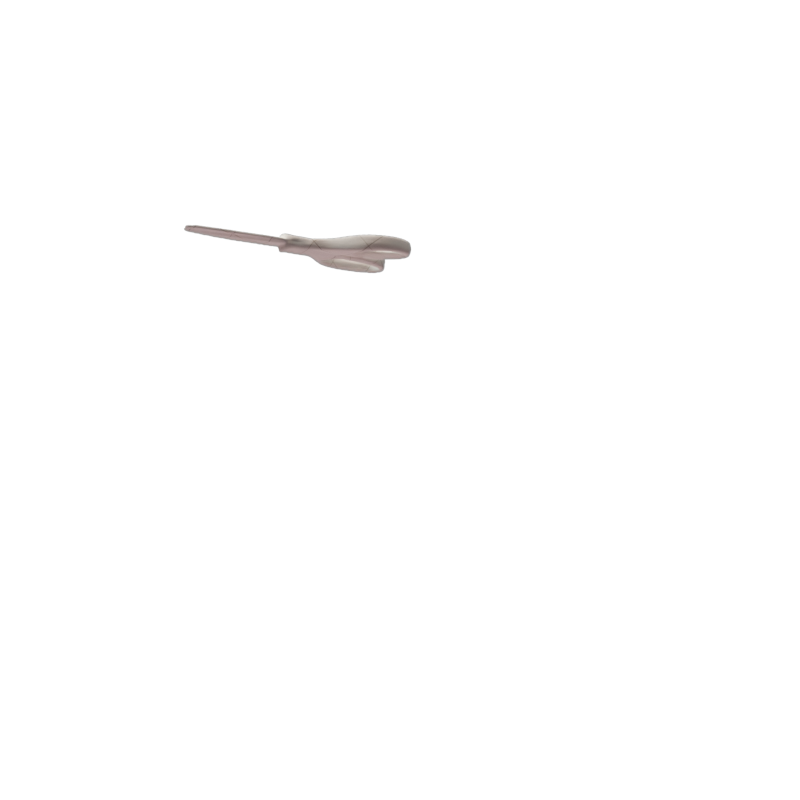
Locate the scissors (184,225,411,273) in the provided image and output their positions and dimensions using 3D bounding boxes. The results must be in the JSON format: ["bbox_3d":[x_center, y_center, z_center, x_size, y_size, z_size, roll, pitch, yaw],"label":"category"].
[{"bbox_3d":[-0.072,-0.132,0.922,0.099,0.016,0.191,-6,-9,41],"label":"scissors"}]
